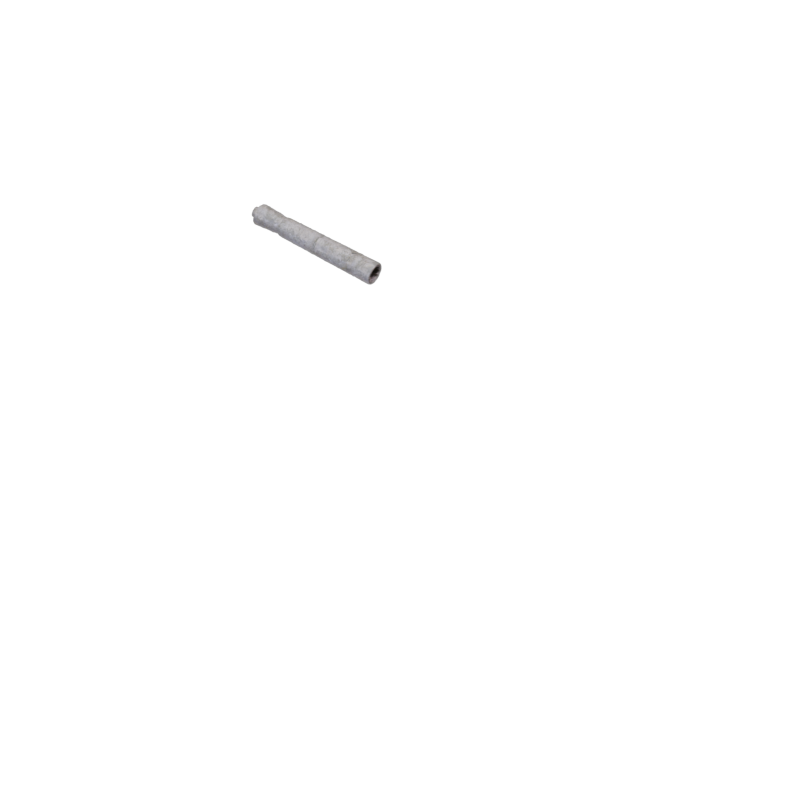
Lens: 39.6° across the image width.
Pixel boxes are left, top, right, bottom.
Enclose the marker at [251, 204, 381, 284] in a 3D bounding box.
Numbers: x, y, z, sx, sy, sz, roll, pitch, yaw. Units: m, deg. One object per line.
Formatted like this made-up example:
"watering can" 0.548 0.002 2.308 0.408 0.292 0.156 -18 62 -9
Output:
"marker" -0.069 -0.126 0.884 0.128 0.019 0.019 30 17 25
